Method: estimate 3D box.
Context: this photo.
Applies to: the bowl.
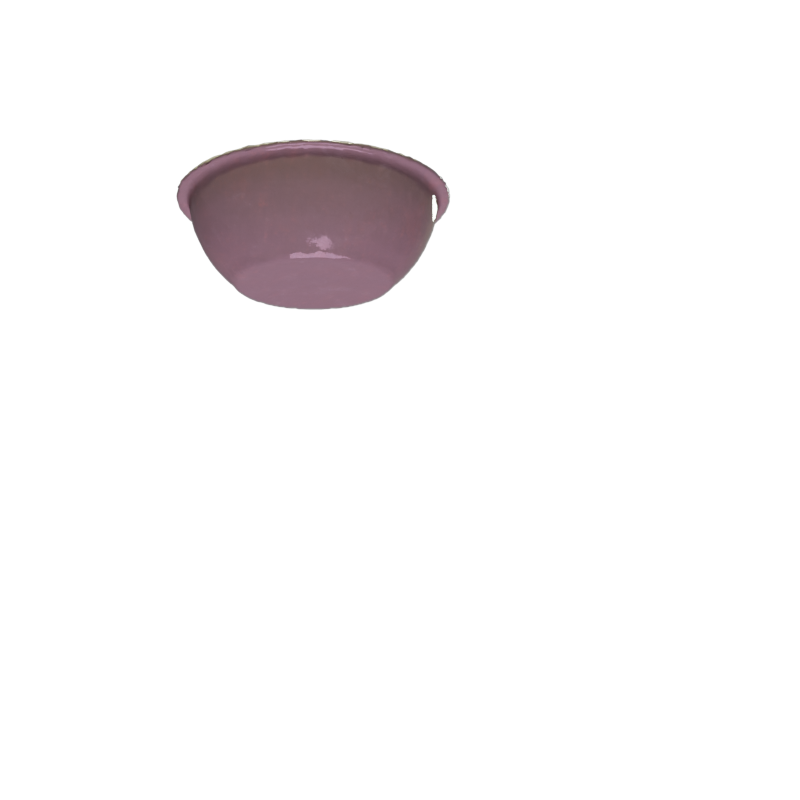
[{"bbox_3d":[-0.051,-0.092,0.647,0.162,0.057,0.156,0,-15,-2],"label":"bowl"}]
